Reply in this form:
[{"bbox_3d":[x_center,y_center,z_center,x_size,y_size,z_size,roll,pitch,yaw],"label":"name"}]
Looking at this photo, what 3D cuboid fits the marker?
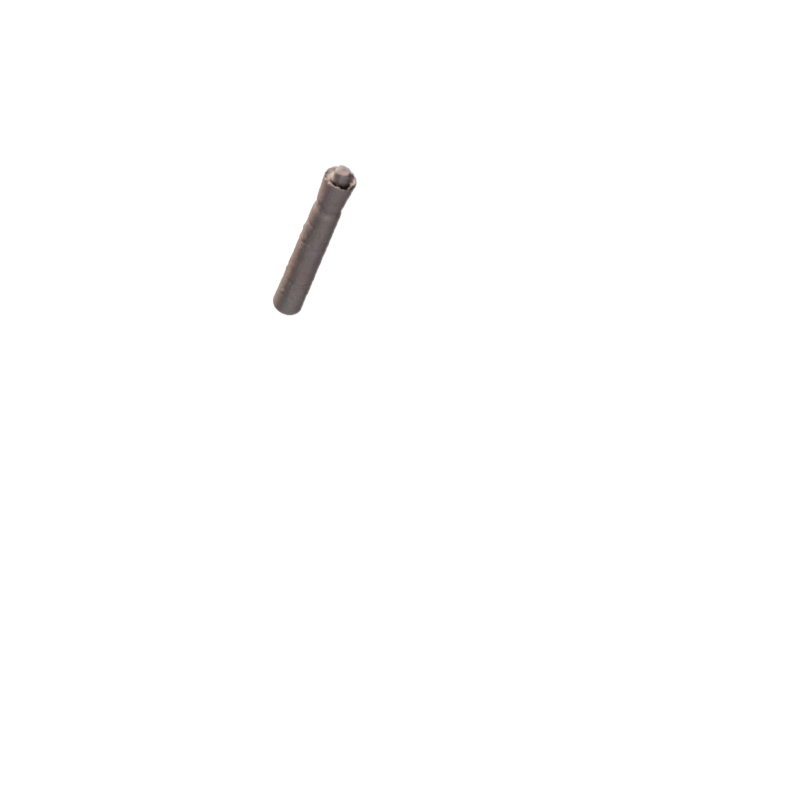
[{"bbox_3d":[-0.051,-0.093,0.648,0.019,0.021,0.115,0,-34,-24],"label":"marker"}]
